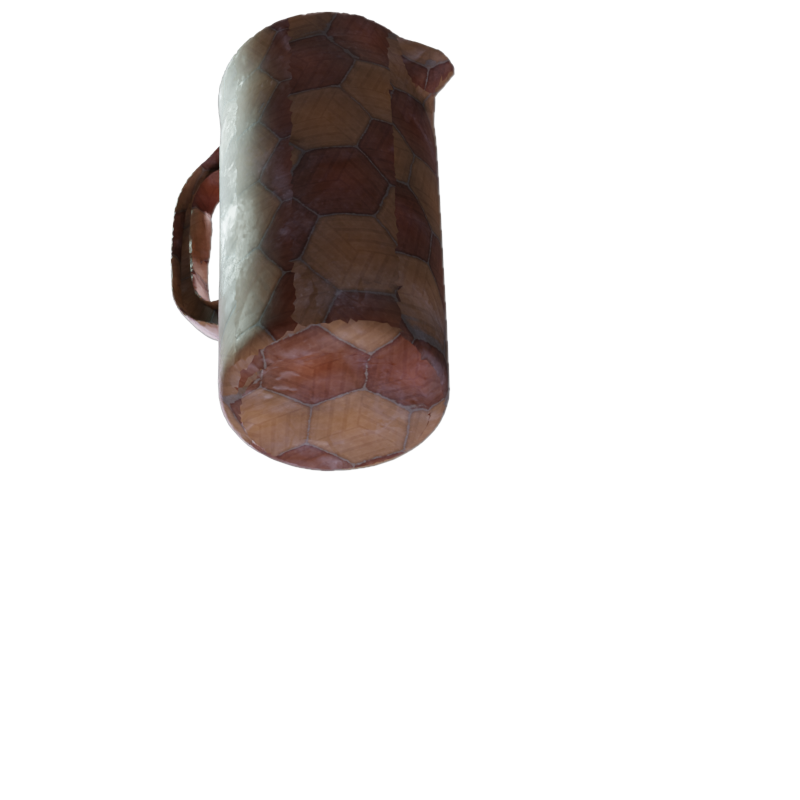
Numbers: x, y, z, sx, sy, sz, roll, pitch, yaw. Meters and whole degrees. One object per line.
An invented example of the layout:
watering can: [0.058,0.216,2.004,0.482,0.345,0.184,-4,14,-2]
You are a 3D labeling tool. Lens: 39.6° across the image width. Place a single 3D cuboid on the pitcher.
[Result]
pitcher: [-0.047,-0.085,0.599,0.142,0.261,0.141,9,-44,-13]
